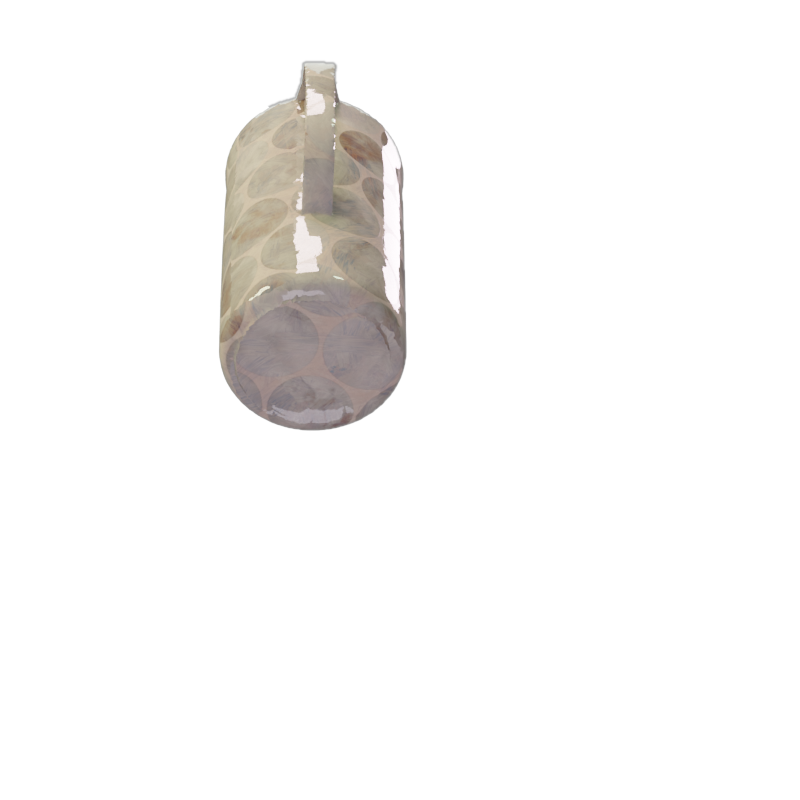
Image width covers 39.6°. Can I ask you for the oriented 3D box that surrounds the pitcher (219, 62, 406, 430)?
[{"bbox_3d":[-0.057,-0.104,0.725,0.144,0.141,0.259,-36,29,19],"label":"pitcher"}]
